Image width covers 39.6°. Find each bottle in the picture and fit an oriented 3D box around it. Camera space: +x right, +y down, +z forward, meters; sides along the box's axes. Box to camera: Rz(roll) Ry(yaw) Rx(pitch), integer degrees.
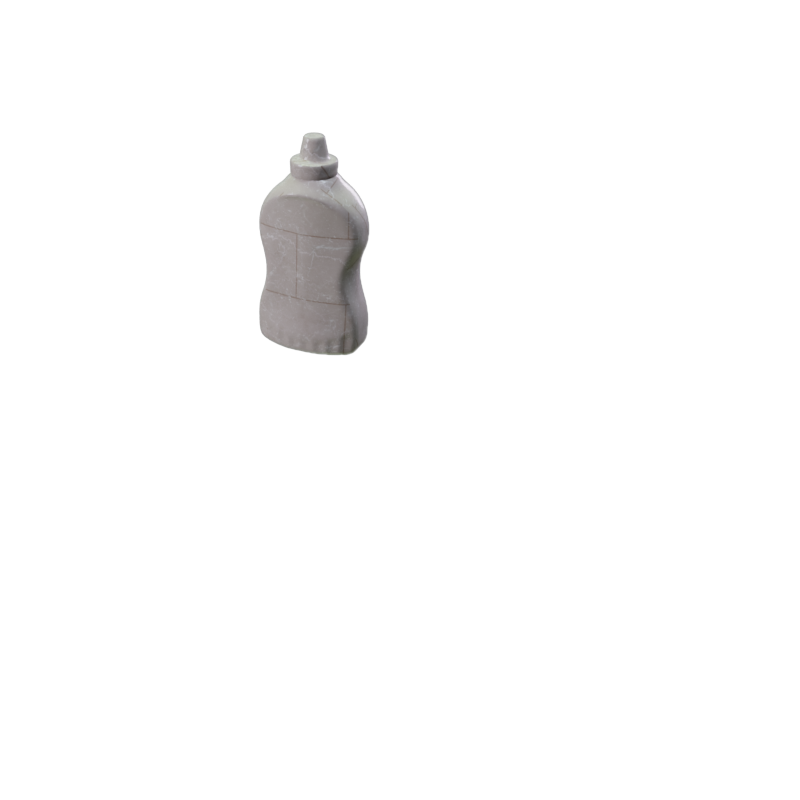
[{"bbox_3d":[-0.075,-0.137,0.961,0.100,0.182,0.059,12,26,22],"label":"bottle"}]
